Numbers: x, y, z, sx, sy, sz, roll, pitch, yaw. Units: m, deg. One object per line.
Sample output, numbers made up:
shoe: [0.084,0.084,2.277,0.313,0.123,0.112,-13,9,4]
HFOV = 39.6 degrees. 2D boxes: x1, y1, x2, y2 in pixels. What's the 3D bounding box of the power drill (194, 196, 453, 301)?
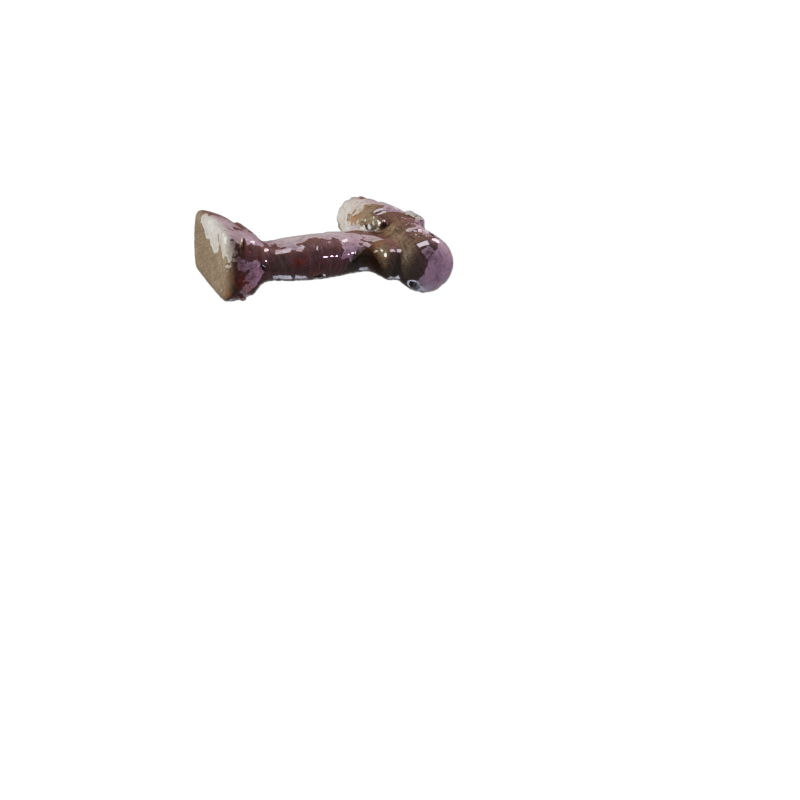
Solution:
power drill: [-0.072,-0.131,0.918,0.184,0.055,0.196,-8,22,-20]
